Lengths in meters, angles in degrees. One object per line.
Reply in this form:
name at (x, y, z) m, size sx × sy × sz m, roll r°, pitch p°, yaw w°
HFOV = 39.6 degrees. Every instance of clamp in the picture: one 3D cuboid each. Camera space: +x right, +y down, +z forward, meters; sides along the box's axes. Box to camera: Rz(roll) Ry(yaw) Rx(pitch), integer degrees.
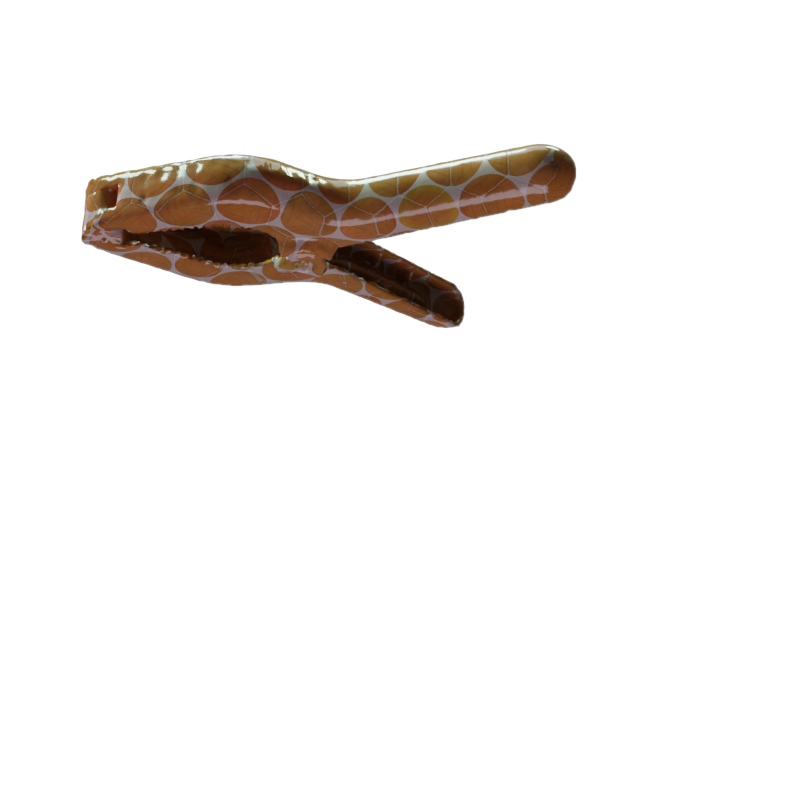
clamp at (-0.041, -0.075, 0.523) m, size 0.209 × 0.038 × 0.157 m, roll 2°, pitch -21°, yaw -5°
